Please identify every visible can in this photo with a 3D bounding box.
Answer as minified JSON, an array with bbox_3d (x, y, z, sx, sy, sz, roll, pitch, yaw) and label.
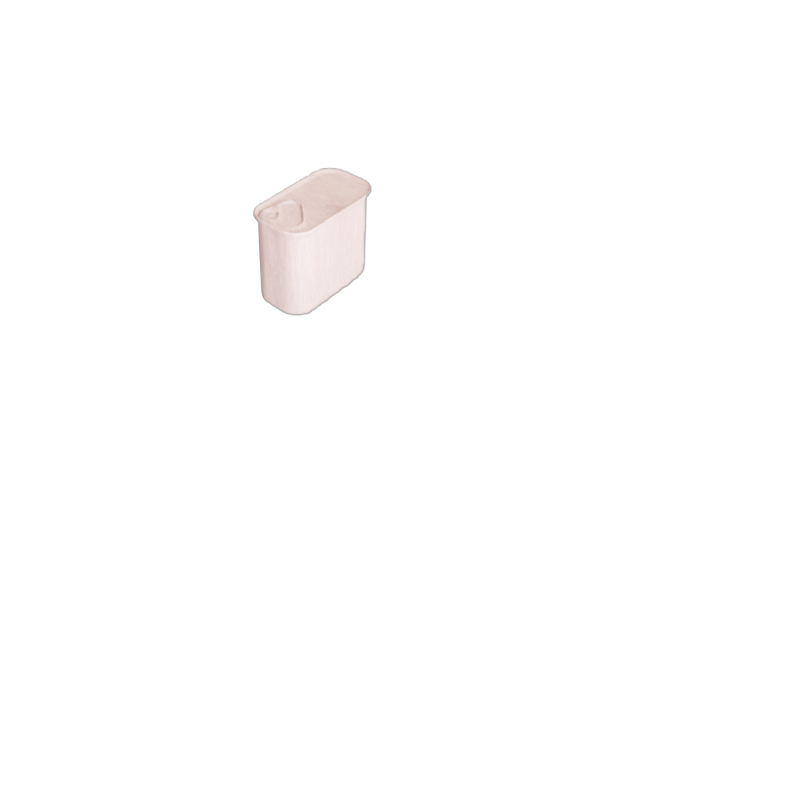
[{"bbox_3d":[-0.071,-0.130,0.909,0.061,0.078,0.103,27,45,28],"label":"can"}]
